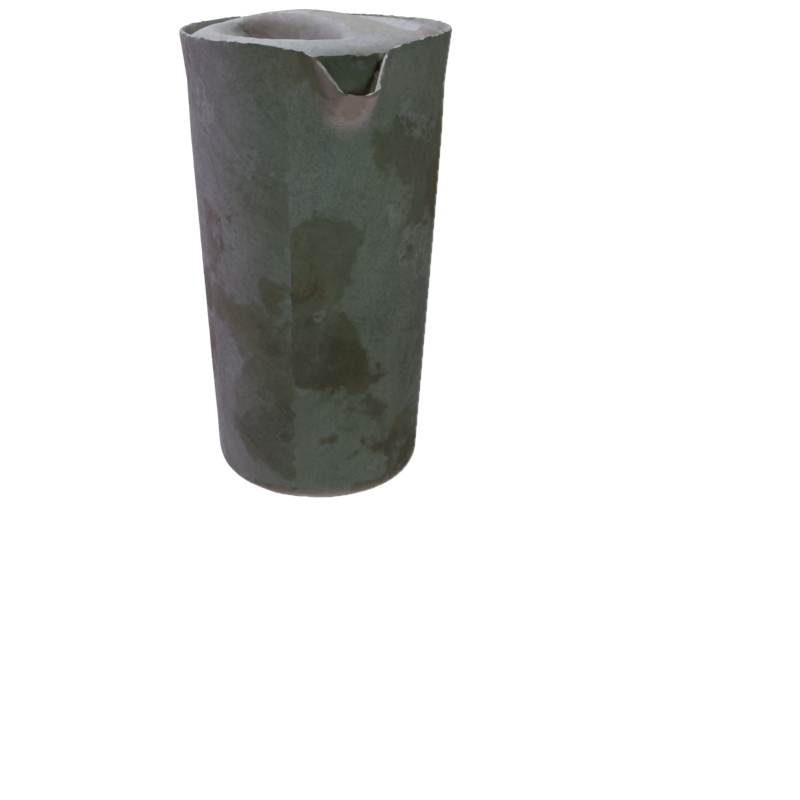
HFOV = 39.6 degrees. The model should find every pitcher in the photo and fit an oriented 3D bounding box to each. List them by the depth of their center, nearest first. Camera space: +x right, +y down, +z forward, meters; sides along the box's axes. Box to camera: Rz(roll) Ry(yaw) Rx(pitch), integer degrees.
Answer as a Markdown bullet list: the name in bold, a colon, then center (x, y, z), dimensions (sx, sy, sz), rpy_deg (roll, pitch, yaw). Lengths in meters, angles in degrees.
- **pitcher**: center (-0.046, -0.084, 0.588), dimensions (0.151, 0.233, 0.150), rpy_deg (12, 23, 26)
